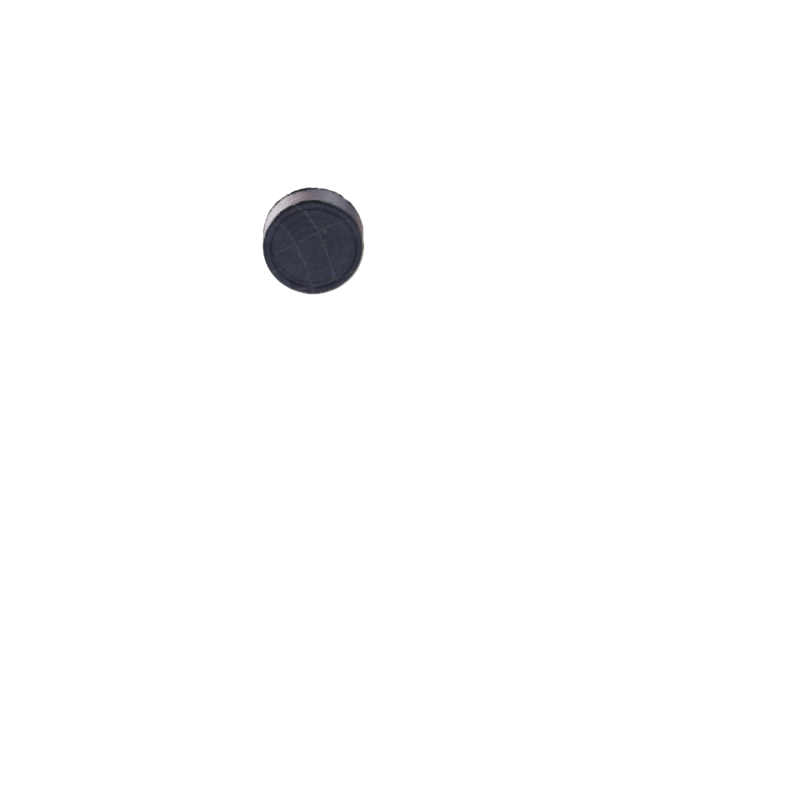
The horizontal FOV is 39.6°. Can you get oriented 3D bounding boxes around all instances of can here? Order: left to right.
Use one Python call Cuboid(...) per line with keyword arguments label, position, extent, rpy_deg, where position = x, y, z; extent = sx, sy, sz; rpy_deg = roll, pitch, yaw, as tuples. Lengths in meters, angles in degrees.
Cuboid(label="can", position=(-0.073, -0.133, 0.930), extent=(0.086, 0.081, 0.035), rpy_deg=(1, 25, -1))
